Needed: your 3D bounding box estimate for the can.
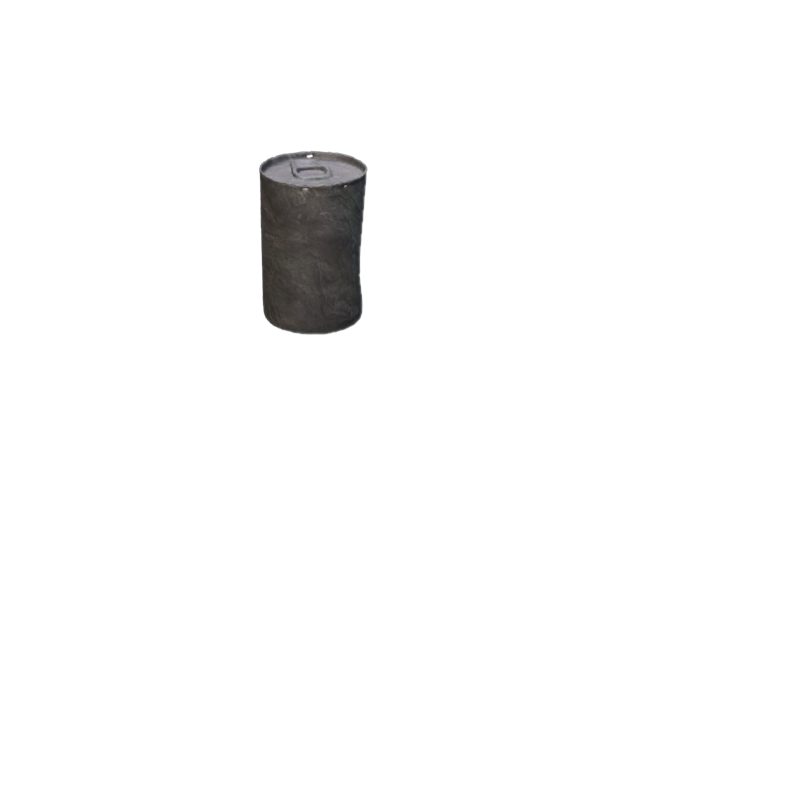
[{"bbox_3d":[-0.056,-0.102,0.714,0.068,0.097,0.072,0,26,-2],"label":"can"}]
